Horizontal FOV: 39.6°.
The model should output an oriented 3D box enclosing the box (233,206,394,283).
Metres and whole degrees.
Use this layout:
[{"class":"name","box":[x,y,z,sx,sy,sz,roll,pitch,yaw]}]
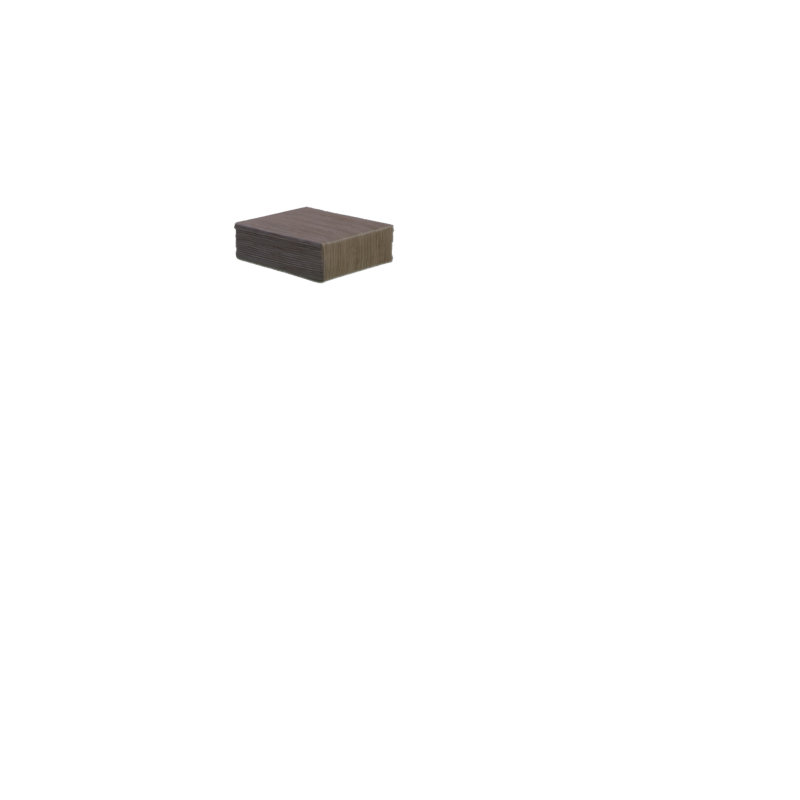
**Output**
[{"class":"box","box":[-0.076,-0.138,0.969,0.120,0.037,0.089,21,30,39]}]
